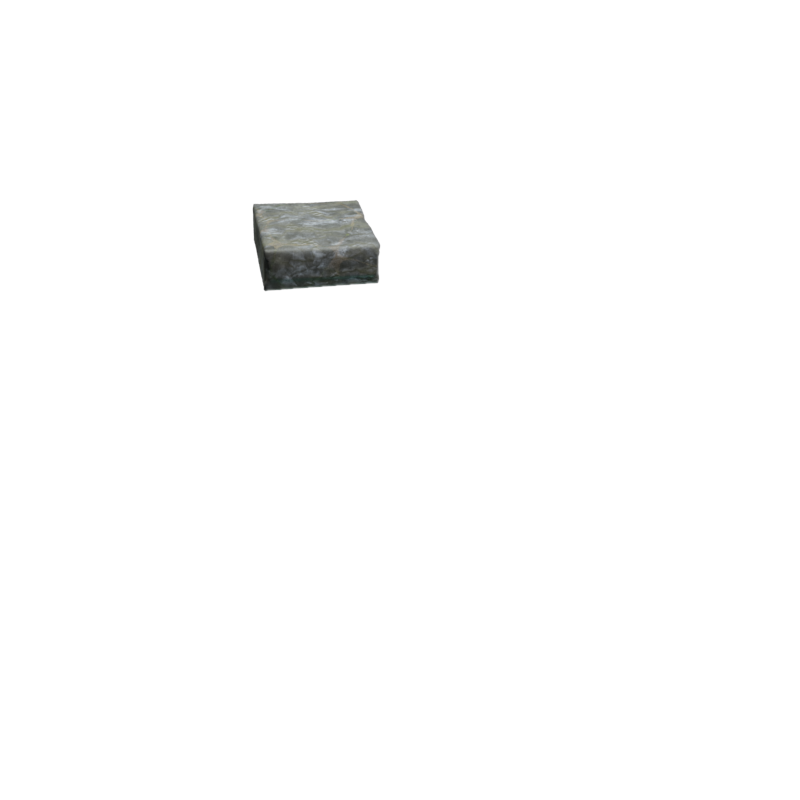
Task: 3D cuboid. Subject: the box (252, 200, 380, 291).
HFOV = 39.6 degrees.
[{"bbox_3d":[-0.056,-0.103,0.721,0.072,0.029,0.095,-4,28,-8],"label":"box"}]
